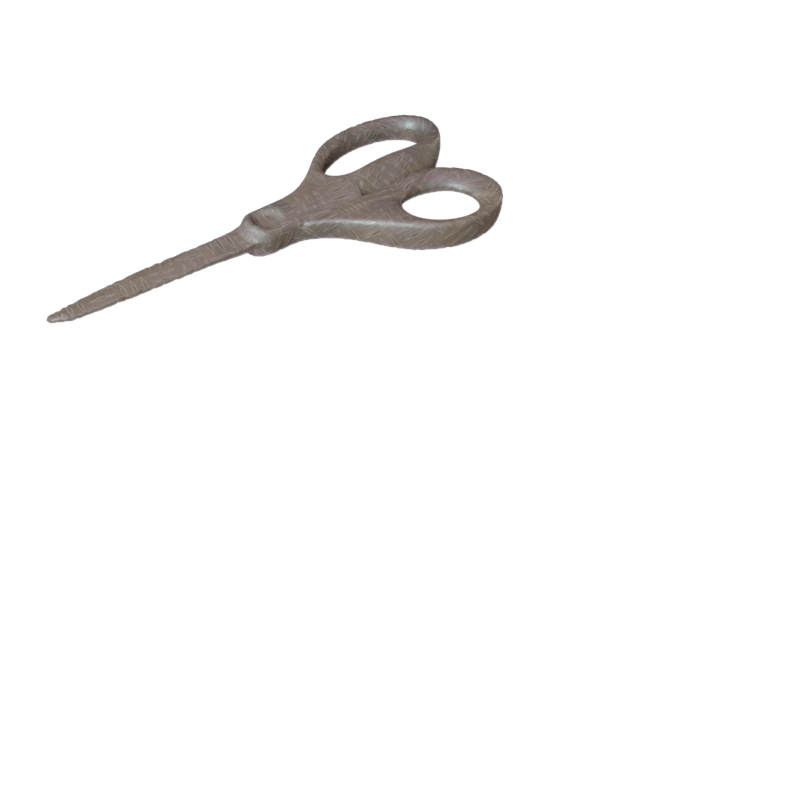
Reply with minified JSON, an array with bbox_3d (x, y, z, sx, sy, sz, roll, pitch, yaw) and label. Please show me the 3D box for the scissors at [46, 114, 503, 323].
[{"bbox_3d":[-0.035,-0.065,0.452,0.102,0.015,0.205,26,48,26],"label":"scissors"}]
